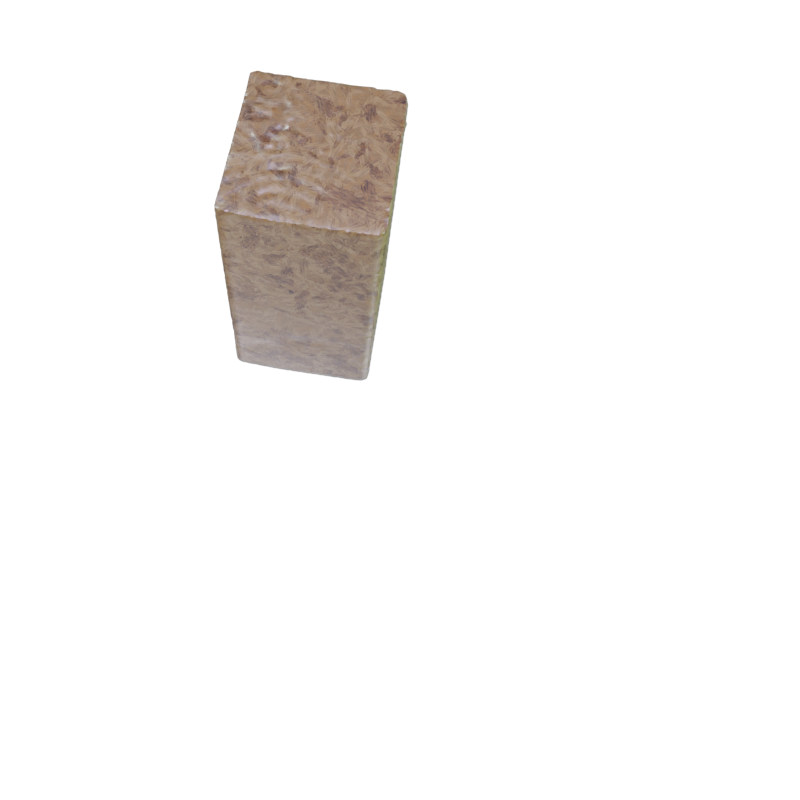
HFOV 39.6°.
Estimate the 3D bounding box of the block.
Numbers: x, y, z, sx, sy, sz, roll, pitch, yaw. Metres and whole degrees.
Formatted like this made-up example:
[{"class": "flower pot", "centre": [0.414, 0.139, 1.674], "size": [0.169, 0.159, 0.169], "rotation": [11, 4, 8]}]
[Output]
[{"class": "block", "centre": [-0.051, -0.095, 0.665], "size": [0.091, 0.095, 0.195], "rotation": [10, -23, 0]}]
